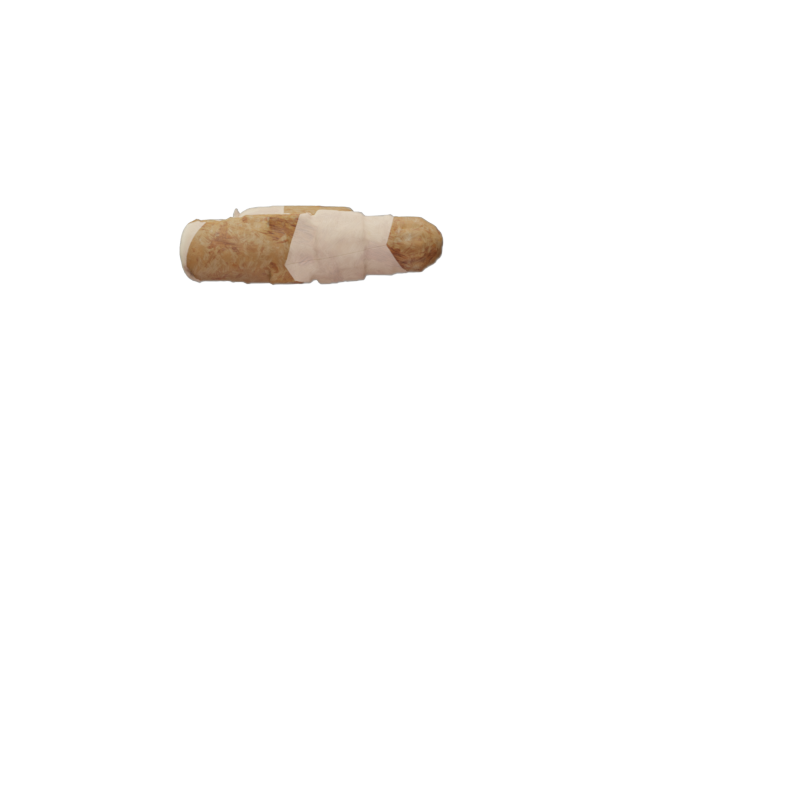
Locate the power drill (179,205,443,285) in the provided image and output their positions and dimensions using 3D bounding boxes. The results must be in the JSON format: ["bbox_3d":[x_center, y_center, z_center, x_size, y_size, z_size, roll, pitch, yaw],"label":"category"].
[{"bbox_3d":[-0.066,-0.121,0.847,0.184,0.057,0.190,0,9,-1],"label":"power drill"}]
